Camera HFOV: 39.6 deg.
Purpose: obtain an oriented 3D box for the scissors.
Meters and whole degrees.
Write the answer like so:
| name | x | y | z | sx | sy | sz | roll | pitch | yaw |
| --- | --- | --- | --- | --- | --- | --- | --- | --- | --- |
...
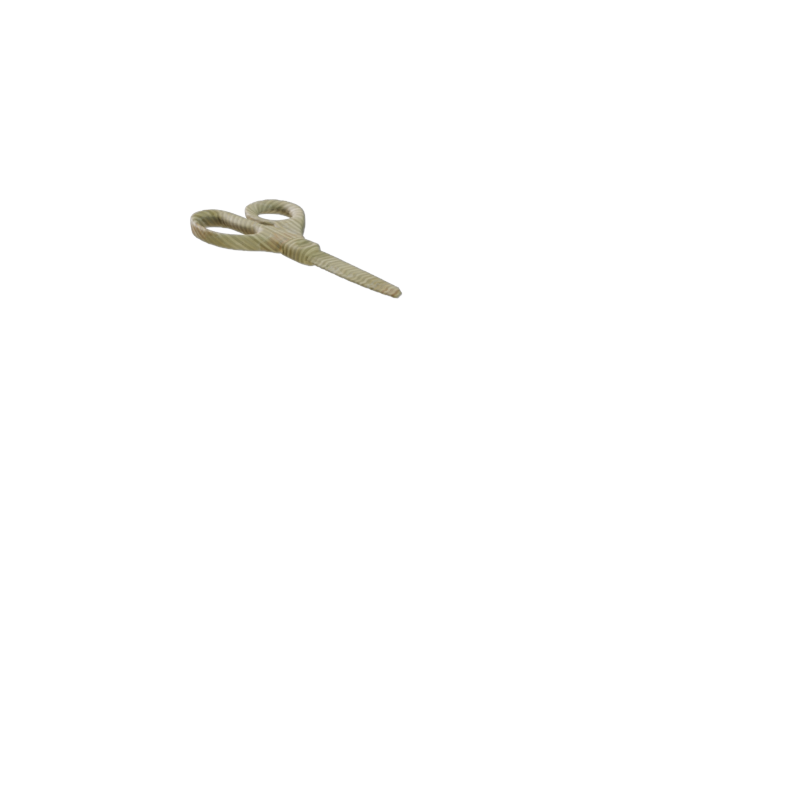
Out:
| name | x | y | z | sx | sy | sz | roll | pitch | yaw |
| --- | --- | --- | --- | --- | --- | --- | --- | --- | --- |
| scissors | -0.064 | -0.116 | 0.814 | 0.212 | 0.015 | 0.097 | 18 | 34 | 29 |
